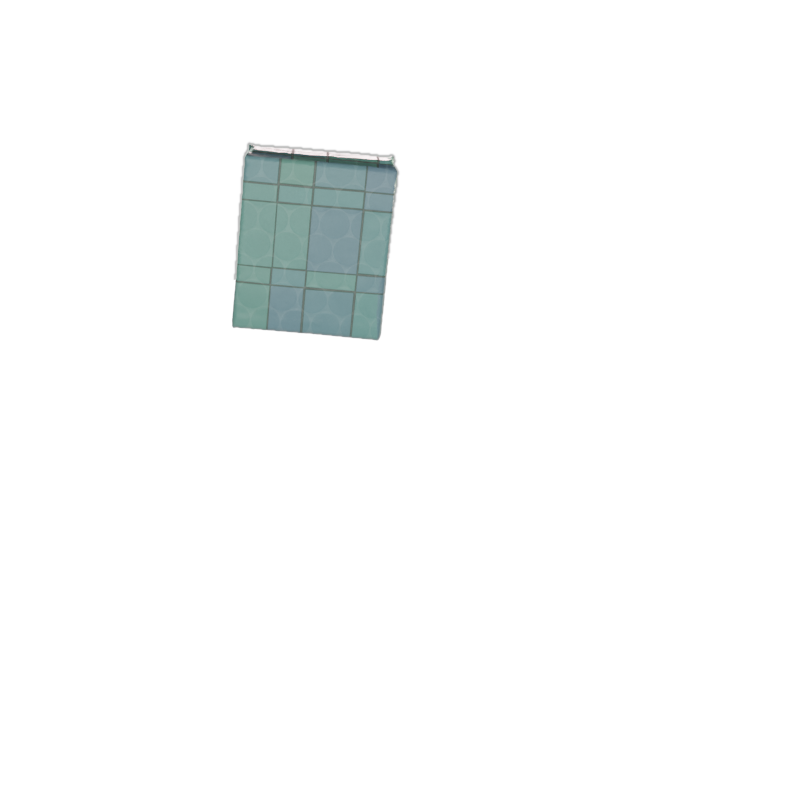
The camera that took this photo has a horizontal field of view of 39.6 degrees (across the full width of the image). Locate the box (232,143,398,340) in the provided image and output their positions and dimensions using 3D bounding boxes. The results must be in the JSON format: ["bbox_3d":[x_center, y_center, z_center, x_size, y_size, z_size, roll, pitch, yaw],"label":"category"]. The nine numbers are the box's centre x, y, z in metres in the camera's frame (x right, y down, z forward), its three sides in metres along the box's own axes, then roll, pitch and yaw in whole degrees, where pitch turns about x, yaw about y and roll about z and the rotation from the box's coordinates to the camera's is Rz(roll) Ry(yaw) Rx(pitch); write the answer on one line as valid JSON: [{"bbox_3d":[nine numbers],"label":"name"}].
[{"bbox_3d":[-0.042,-0.077,0.540,0.073,0.086,0.031,5,17,-2],"label":"box"}]
